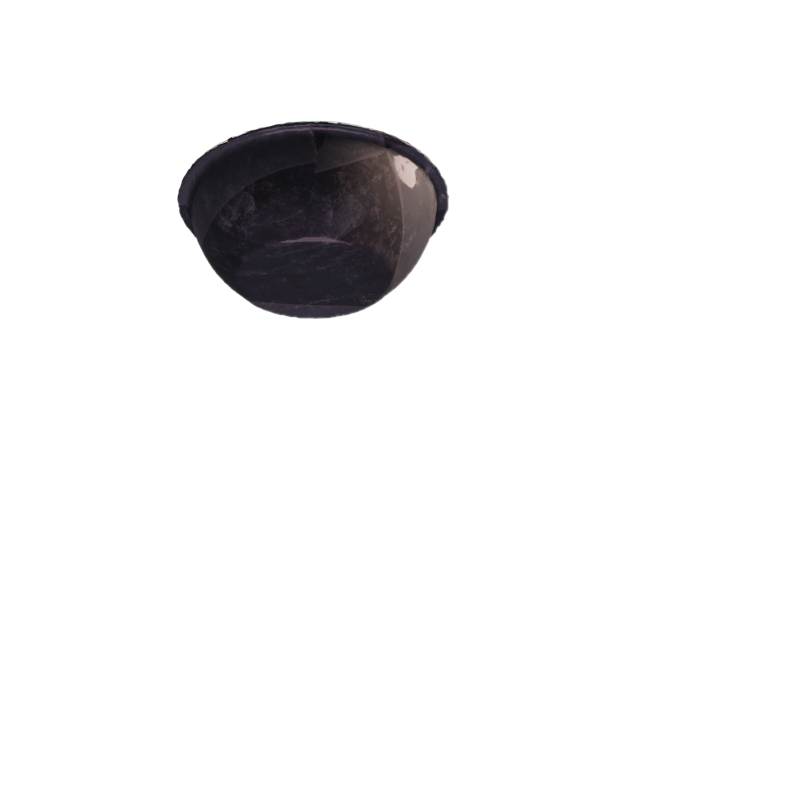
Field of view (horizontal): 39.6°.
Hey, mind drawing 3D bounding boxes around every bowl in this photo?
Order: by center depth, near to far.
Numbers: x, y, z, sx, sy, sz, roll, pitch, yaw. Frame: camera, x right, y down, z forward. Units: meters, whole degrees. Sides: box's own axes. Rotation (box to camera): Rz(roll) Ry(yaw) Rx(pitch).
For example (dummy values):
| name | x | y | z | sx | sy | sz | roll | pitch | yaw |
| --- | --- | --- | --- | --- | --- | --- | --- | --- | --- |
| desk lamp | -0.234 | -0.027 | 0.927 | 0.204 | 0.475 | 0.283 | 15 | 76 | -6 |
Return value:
| name | x | y | z | sx | sy | sz | roll | pitch | yaw |
| --- | --- | --- | --- | --- | --- | --- | --- | --- | --- |
| bowl | -0.051 | -0.093 | 0.649 | 0.162 | 0.058 | 0.153 | 1 | -26 | -2 |
